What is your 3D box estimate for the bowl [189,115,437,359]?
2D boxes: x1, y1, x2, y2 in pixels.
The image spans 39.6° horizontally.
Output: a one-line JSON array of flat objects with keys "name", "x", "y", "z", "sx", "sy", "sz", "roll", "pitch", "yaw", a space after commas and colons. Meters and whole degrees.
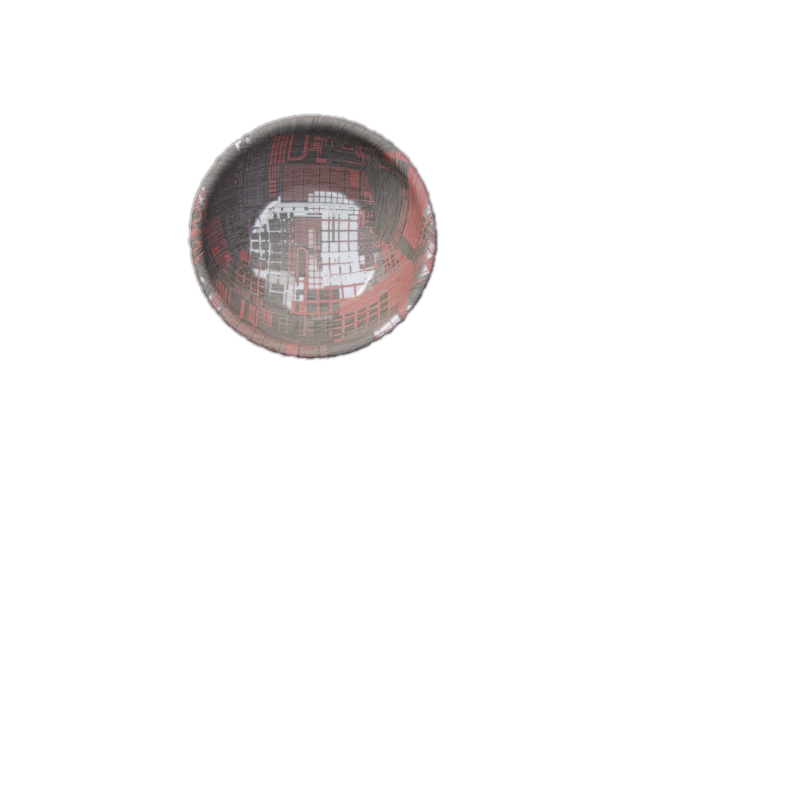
[{"name": "bowl", "x": -0.058, "y": -0.106, "z": 0.746, "sx": 0.162, "sy": 0.166, "sz": 0.054, "roll": 0, "pitch": -10, "yaw": -1}]
